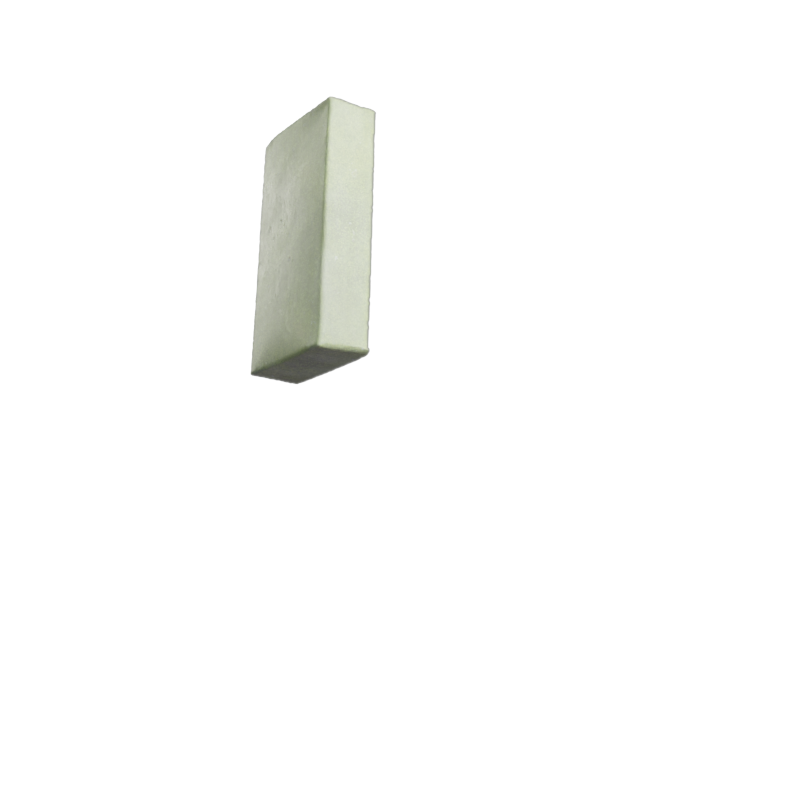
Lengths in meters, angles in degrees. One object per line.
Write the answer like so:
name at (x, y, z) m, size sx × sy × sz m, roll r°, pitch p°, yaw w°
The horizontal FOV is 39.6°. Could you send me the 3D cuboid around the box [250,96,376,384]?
box at (-0.059, -0.108, 0.755) m, size 0.046 × 0.185 × 0.093 m, roll 12°, pitch -23°, yaw -33°
